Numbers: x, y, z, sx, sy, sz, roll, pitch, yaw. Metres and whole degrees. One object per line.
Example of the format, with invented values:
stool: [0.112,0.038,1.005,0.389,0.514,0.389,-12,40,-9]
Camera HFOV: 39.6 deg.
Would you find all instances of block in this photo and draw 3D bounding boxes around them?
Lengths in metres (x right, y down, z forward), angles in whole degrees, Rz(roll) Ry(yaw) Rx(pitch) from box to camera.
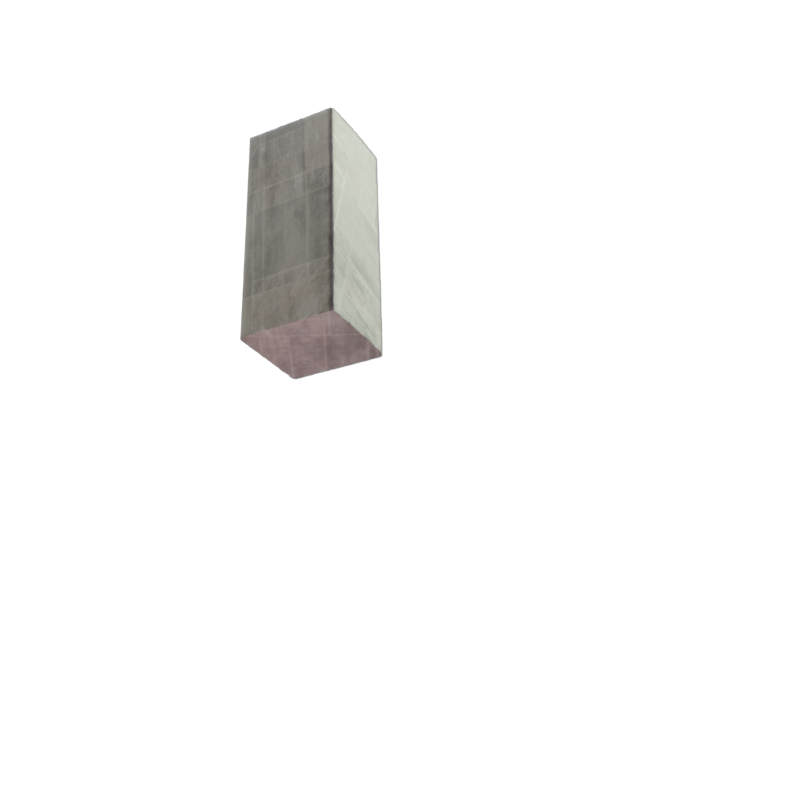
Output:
block: [-0.075,-0.137,0.960,0.092,0.220,0.083,-17,-34,23]
